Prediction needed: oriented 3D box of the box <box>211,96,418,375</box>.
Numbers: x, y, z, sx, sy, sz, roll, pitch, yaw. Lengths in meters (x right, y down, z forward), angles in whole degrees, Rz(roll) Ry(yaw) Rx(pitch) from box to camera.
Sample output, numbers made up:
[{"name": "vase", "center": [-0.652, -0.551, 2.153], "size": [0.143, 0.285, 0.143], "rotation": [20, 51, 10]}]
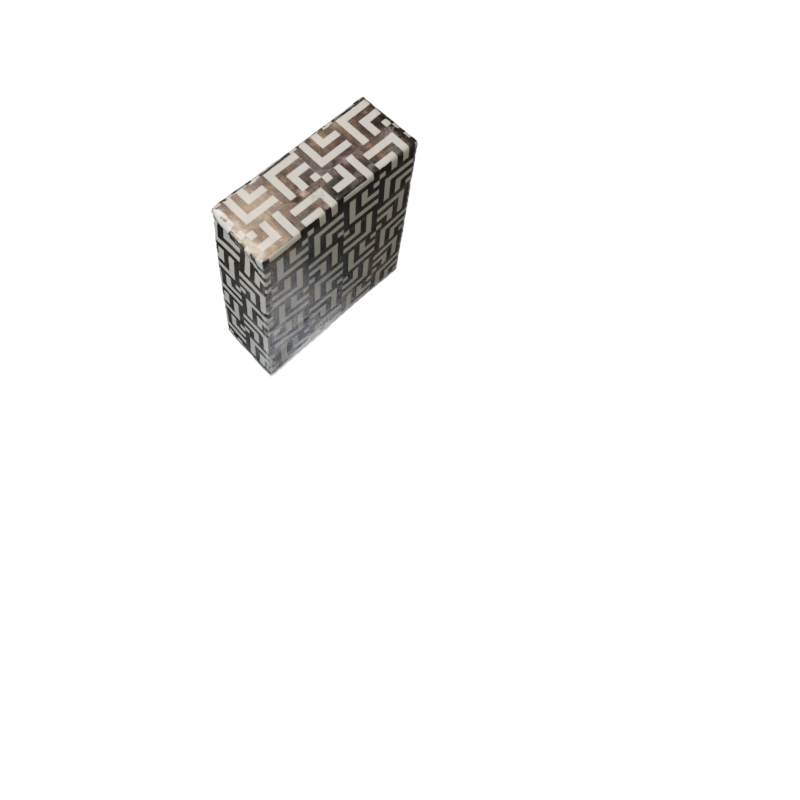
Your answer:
[{"name": "box", "center": [-0.073, -0.134, 0.937], "size": [0.166, 0.075, 0.202], "rotation": [-42, -15, -19]}]
